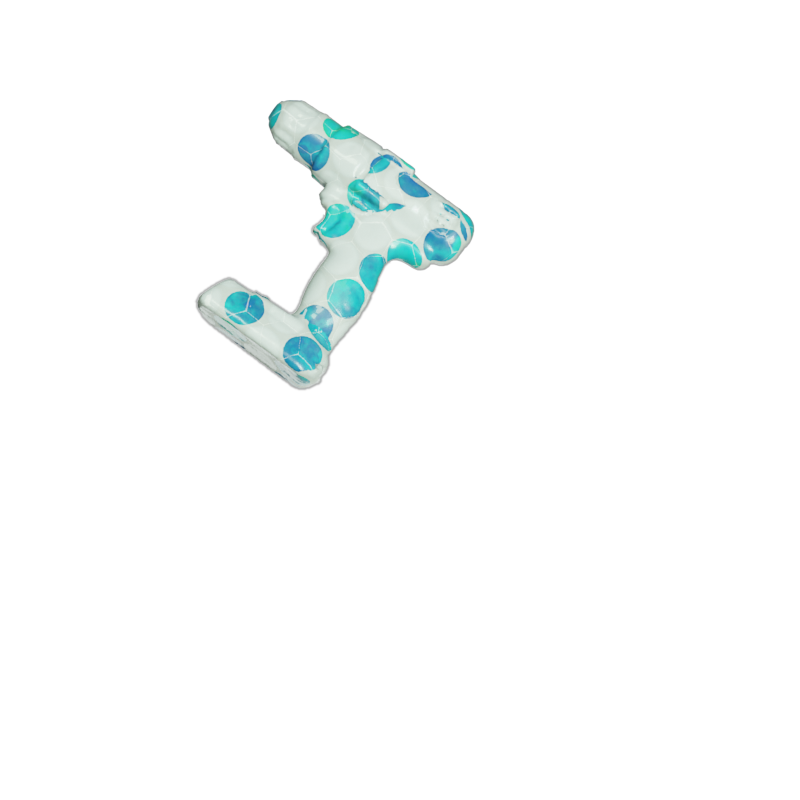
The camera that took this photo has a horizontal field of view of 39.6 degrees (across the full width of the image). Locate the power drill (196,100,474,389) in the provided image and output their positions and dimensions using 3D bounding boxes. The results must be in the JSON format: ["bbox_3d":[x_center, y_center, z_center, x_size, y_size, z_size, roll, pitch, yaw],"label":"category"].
[{"bbox_3d":[-0.065,-0.118,0.829,0.190,0.191,0.055,36,-16,11],"label":"power drill"}]
